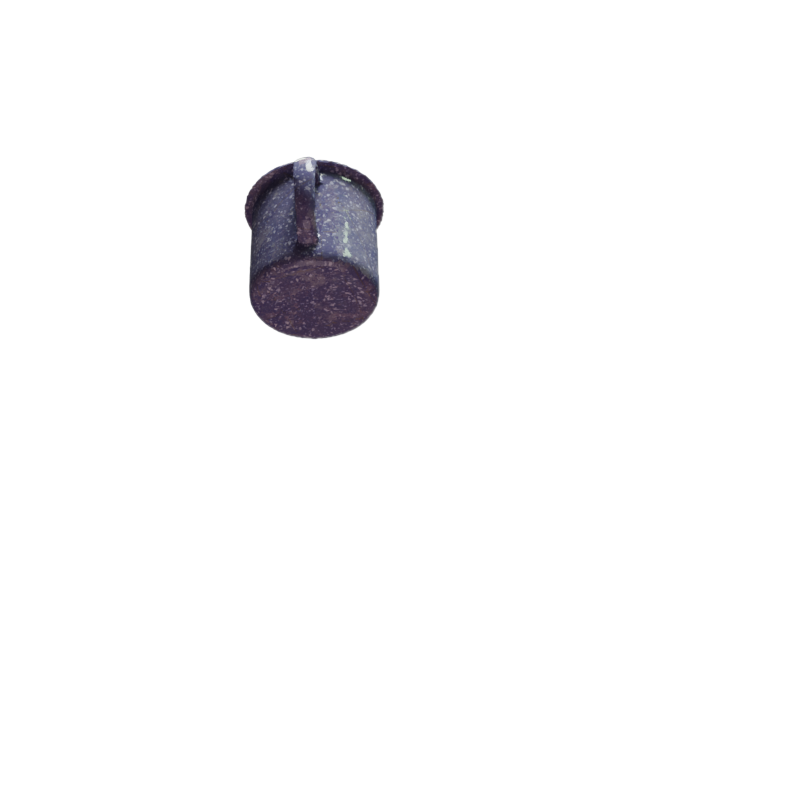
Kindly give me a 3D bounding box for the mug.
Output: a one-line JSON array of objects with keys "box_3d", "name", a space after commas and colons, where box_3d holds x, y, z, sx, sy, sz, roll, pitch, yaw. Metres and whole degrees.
[{"box_3d": [-0.055, -0.101, 0.705, 0.093, 0.087, 0.109, -1, -39, -1], "name": "mug"}]
